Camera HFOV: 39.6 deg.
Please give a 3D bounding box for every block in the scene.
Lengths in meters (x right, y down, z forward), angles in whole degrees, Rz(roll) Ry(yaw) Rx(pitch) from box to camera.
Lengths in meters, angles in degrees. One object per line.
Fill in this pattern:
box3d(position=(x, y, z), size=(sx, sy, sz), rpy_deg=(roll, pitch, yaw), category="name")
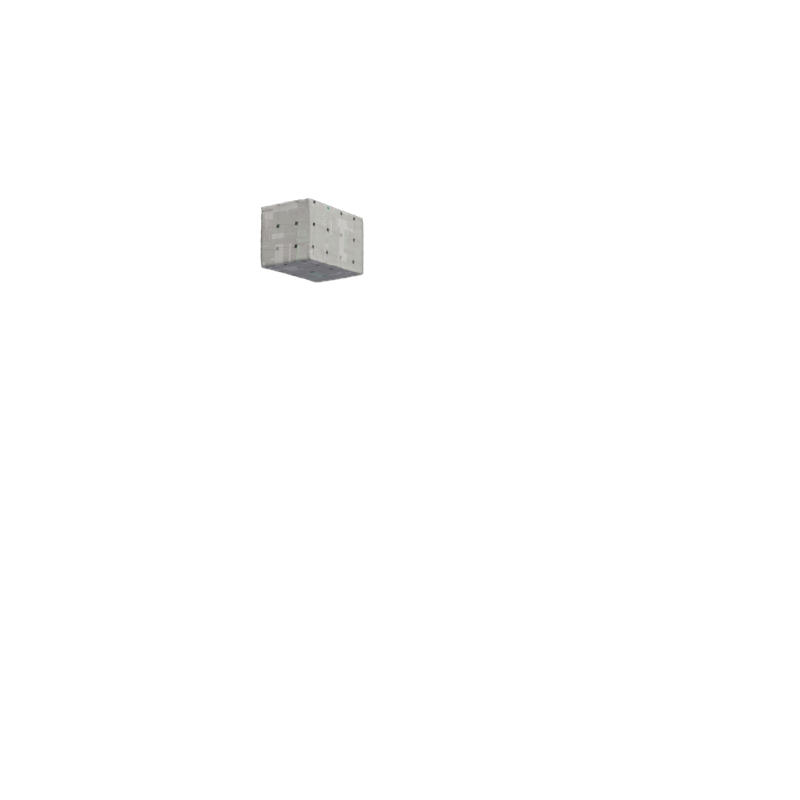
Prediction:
box3d(position=(-0.072, -0.131, 0.918), size=(0.054, 0.053, 0.074), rpy_deg=(-7, -11, 33), category="block")
